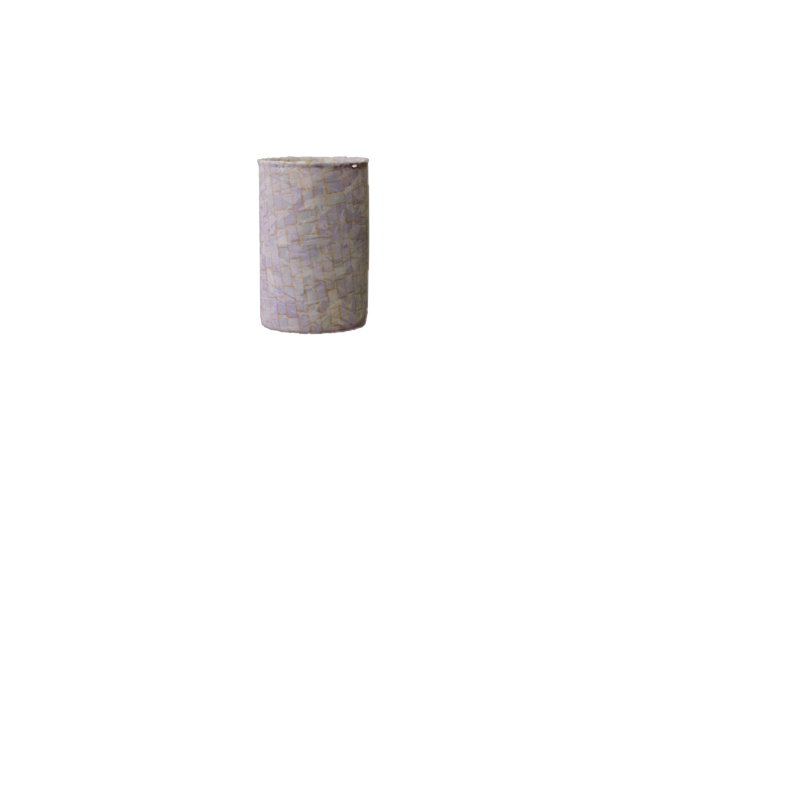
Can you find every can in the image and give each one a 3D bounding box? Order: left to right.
[{"bbox_3d":[-0.053,-0.097,0.678,0.068,0.100,0.070,0,10,-2],"label":"can"}]
